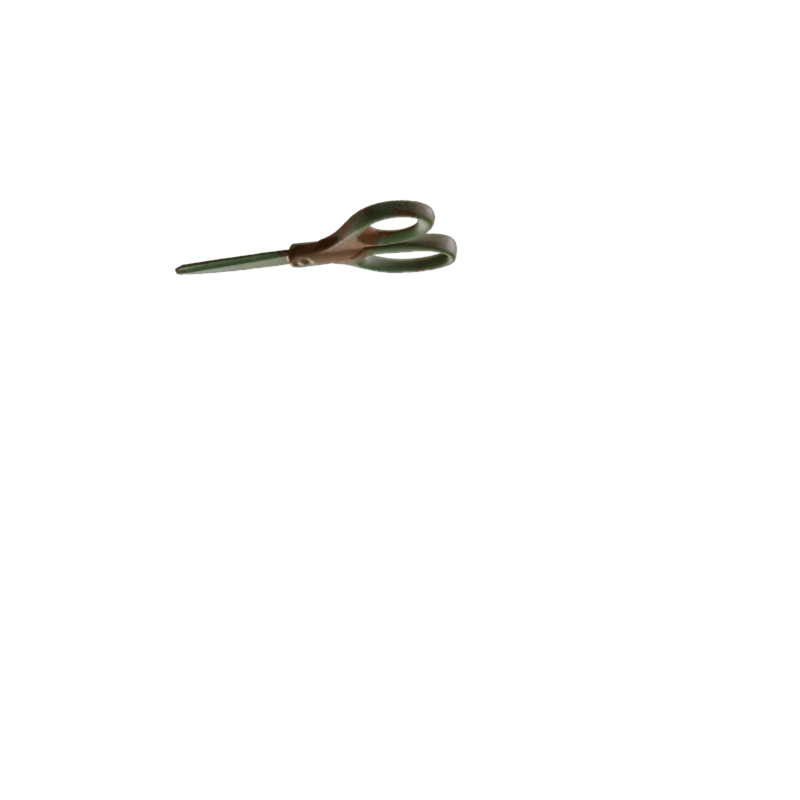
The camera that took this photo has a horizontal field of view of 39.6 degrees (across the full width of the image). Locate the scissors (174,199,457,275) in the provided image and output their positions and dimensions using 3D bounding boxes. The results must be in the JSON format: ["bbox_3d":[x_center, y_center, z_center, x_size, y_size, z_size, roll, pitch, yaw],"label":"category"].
[{"bbox_3d":[-0.060,-0.110,0.768,0.201,0.017,0.091,0,-22,-1],"label":"scissors"}]
